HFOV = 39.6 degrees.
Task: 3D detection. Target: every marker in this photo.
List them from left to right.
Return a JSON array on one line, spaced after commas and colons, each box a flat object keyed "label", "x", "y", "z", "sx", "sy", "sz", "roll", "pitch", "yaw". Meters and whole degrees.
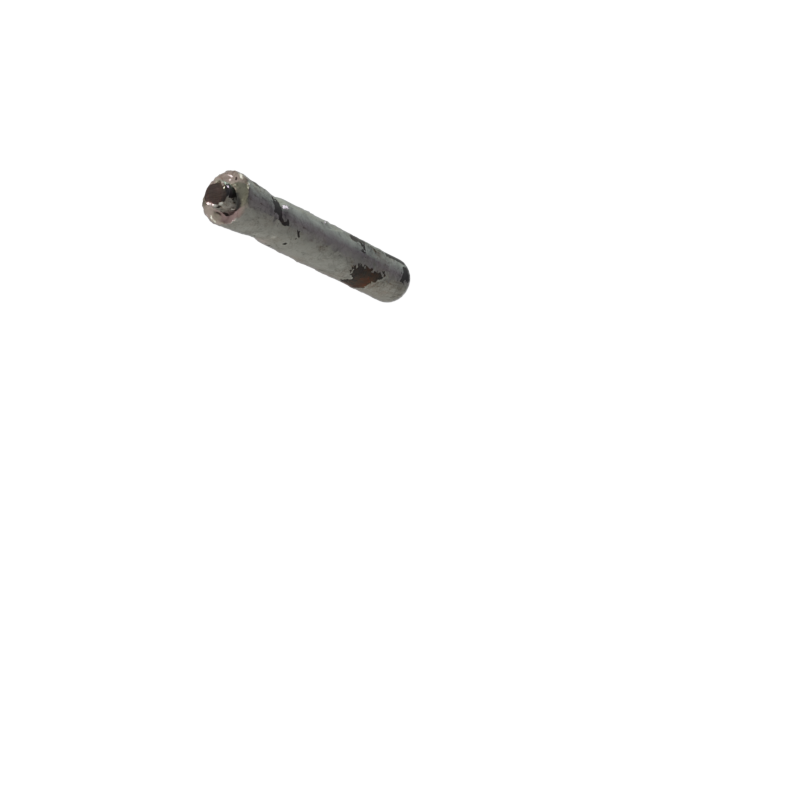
[{"label": "marker", "x": -0.031, "y": -0.057, "z": 0.401, "sx": 0.020, "sy": 0.020, "sz": 0.114, "roll": 3, "pitch": -8, "yaw": 30}]
